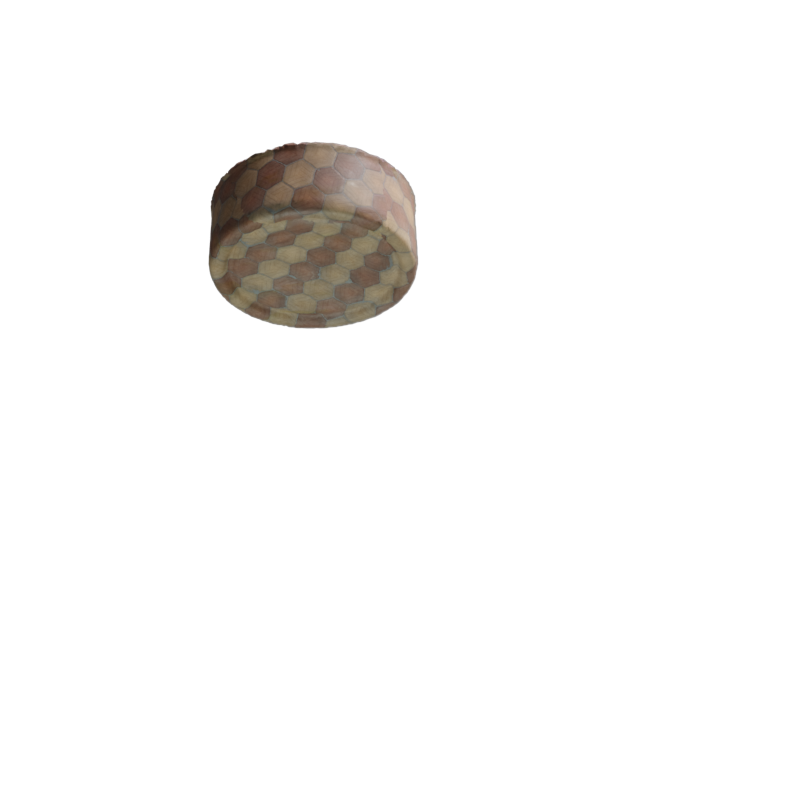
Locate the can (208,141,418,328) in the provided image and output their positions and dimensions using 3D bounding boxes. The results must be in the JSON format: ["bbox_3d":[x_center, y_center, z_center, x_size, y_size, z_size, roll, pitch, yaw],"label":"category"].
[{"bbox_3d":[-0.035,-0.065,0.453,0.086,0.036,0.080,1,-32,-2],"label":"can"}]
